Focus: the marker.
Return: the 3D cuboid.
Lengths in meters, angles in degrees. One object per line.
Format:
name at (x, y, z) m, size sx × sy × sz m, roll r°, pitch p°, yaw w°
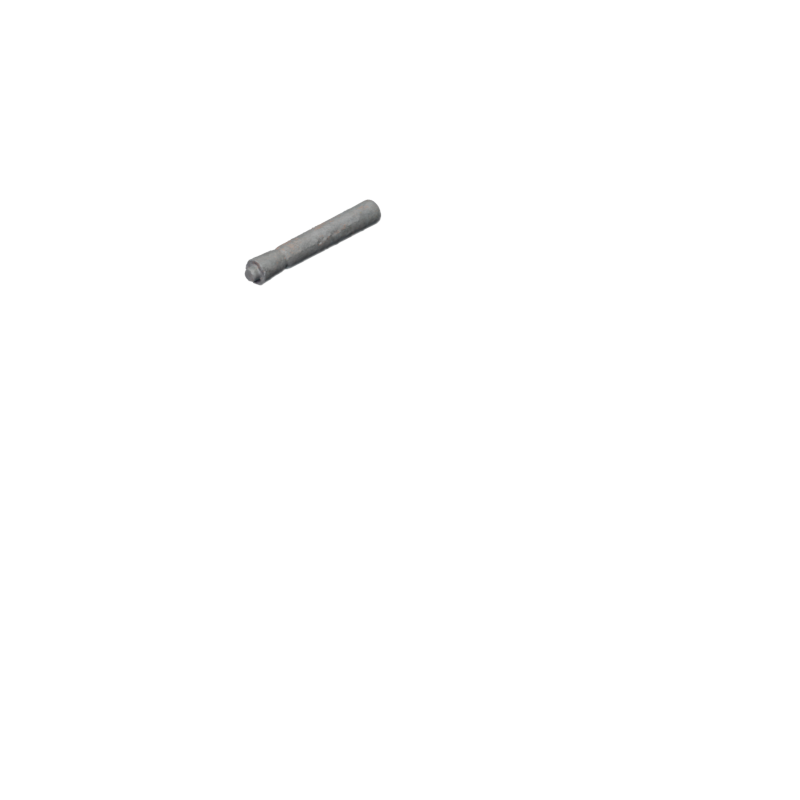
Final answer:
marker at (-0.060, -0.109, 0.762) m, size 0.021 × 0.019 × 0.121 m, roll 4°, pitch 29°, yaw 45°
